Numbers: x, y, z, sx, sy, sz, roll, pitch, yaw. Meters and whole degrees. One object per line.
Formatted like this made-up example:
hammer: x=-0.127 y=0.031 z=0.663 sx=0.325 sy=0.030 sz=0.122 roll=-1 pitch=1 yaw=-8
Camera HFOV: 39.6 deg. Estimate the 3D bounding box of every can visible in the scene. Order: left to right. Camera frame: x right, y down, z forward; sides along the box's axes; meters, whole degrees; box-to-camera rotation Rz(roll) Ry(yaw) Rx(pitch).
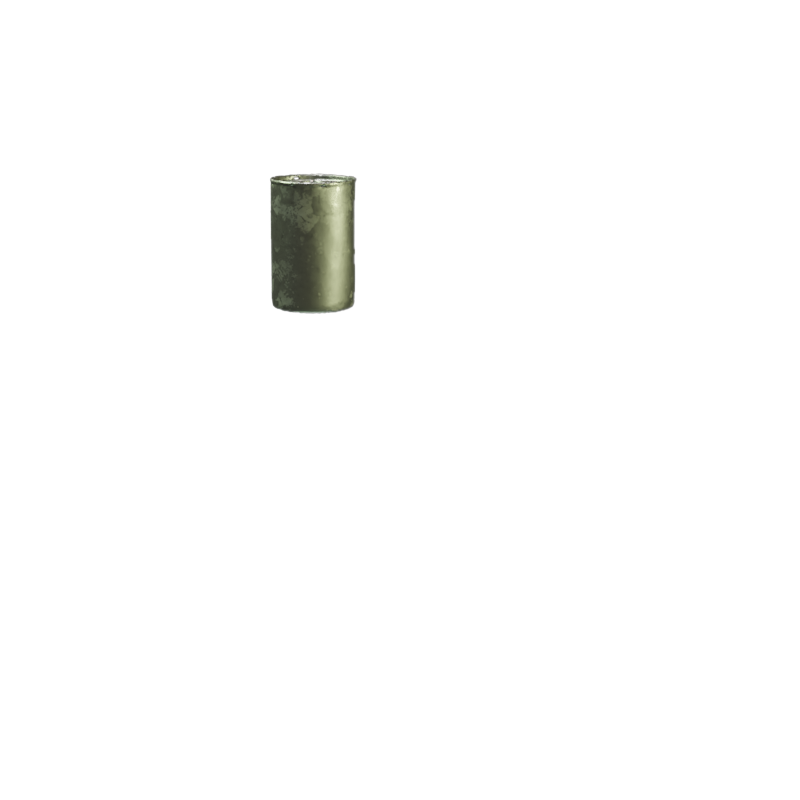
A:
can: x=-0.069 y=-0.125 z=0.876 sx=0.068 sy=0.100 sz=0.070 roll=0 pitch=12 yaw=-2
